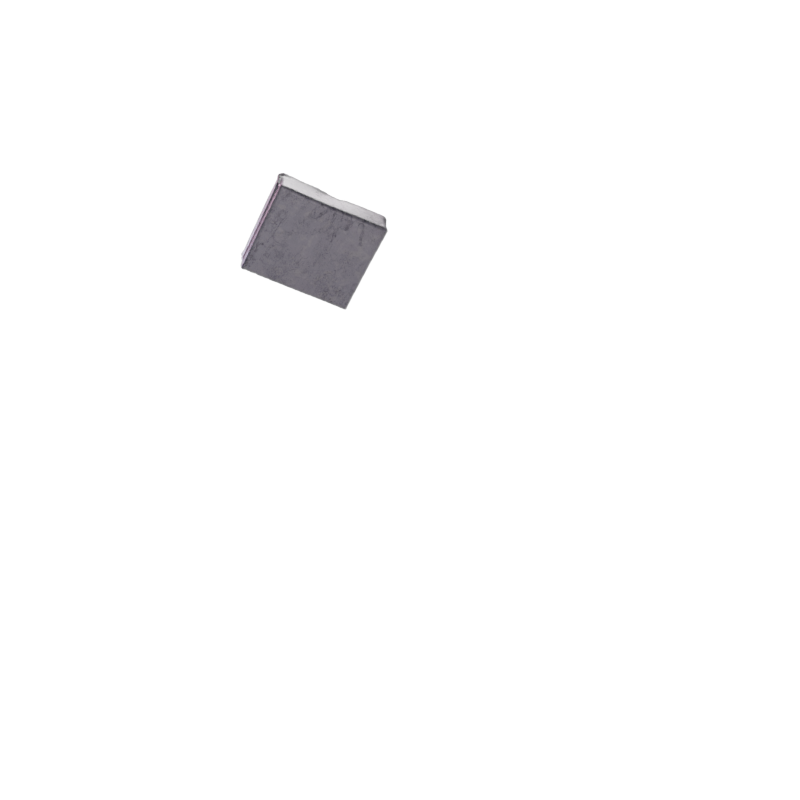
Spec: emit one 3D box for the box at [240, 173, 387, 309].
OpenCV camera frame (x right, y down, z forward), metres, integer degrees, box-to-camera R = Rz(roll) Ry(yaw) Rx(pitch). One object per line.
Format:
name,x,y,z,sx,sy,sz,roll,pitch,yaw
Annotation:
box,-0.065,-0.118,0.825,0.087,0.071,0.032,22,24,-11
